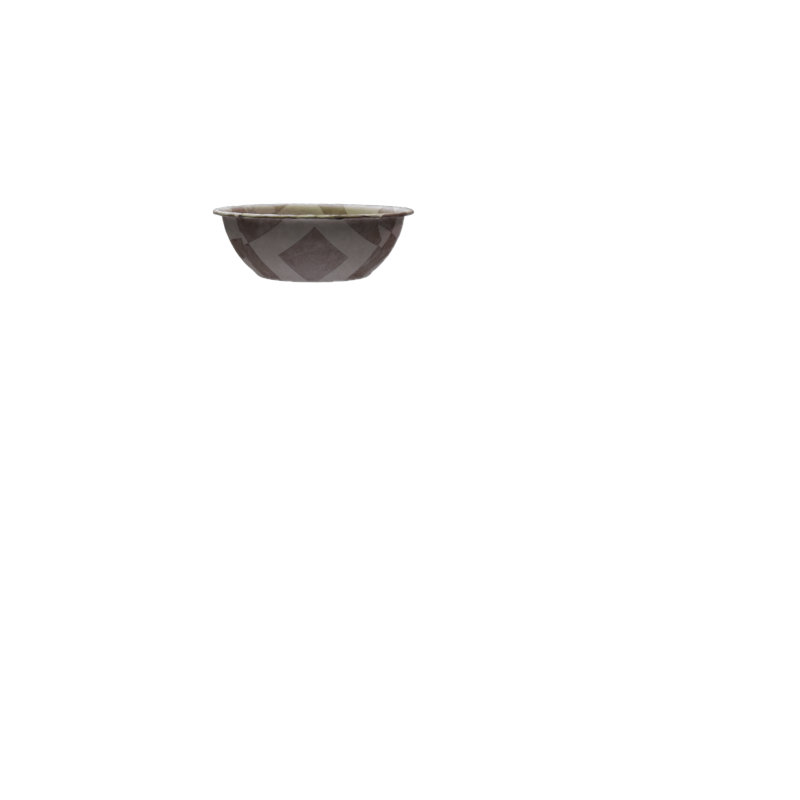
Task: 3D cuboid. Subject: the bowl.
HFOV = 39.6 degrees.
[{"bbox_3d":[-0.070,-0.128,0.896,0.162,0.054,0.166,0,13,-2],"label":"bowl"}]
